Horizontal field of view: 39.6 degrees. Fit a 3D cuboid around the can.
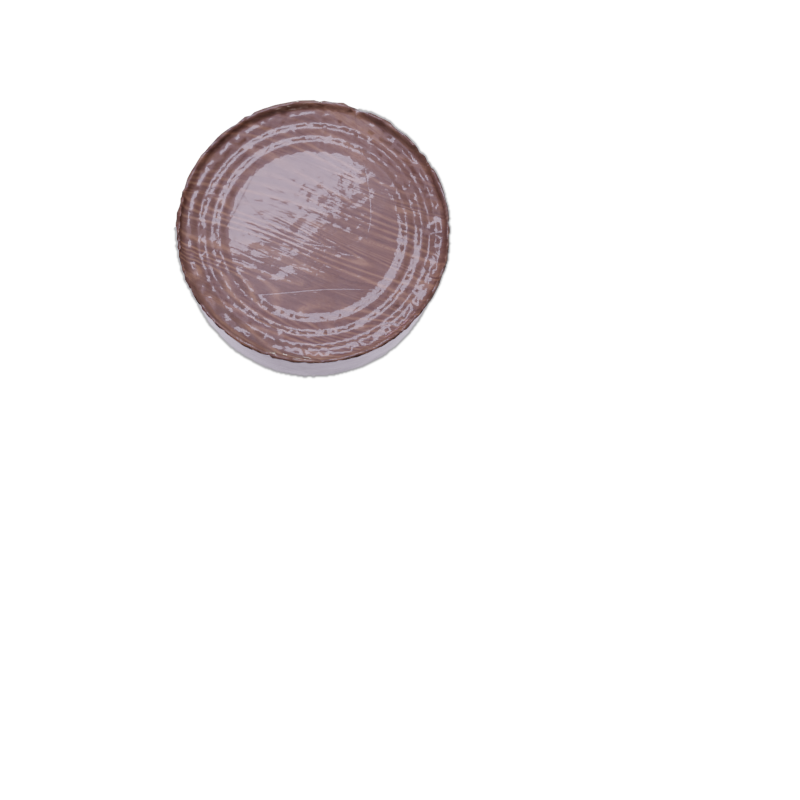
[{"bbox_3d":[-0.028,-0.051,0.360,0.086,0.089,0.032,0,-15,-1],"label":"can"}]
